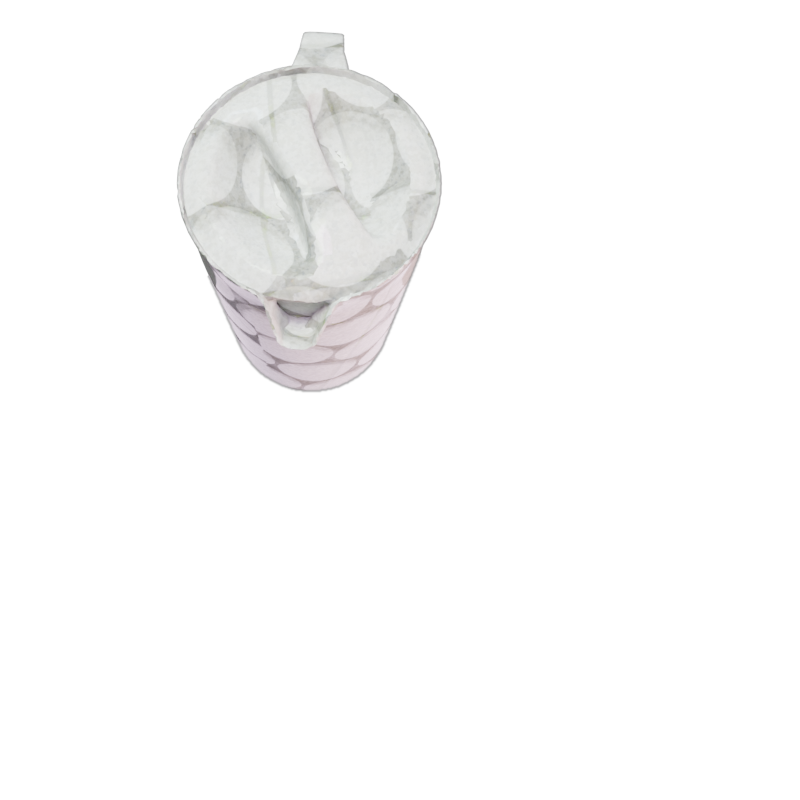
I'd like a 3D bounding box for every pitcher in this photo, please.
[{"bbox_3d":[-0.052,-0.095,0.666,0.150,0.150,0.233,-41,-10,-13],"label":"pitcher"}]
